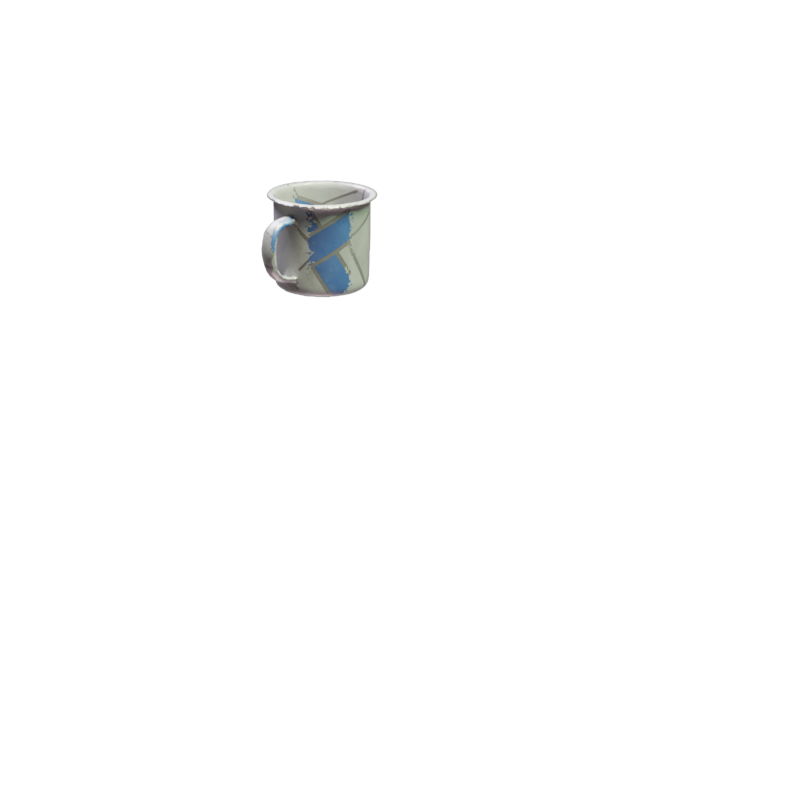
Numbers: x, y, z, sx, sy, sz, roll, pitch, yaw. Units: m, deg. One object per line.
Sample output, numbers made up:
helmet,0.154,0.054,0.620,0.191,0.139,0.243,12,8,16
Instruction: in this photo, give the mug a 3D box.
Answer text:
mug,-0.073,-0.134,0.937,0.098,0.078,0.116,14,25,32
